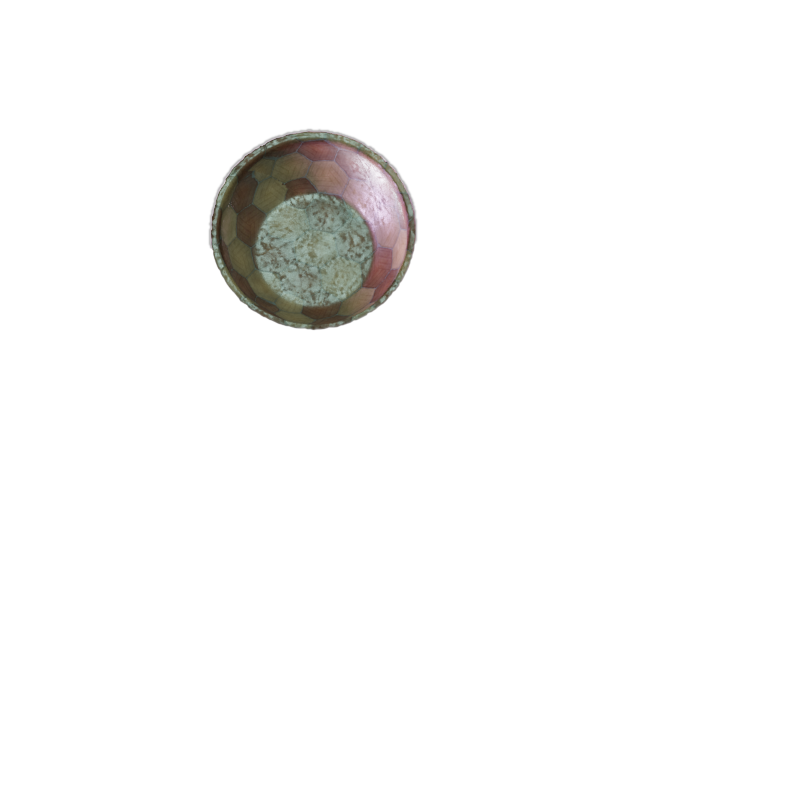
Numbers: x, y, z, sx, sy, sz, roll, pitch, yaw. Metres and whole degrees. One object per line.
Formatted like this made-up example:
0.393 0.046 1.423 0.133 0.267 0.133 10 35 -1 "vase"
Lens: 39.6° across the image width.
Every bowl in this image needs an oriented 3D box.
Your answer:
-0.066 -0.120 0.843 0.162 0.156 0.057 0 18 -1 "bowl"
